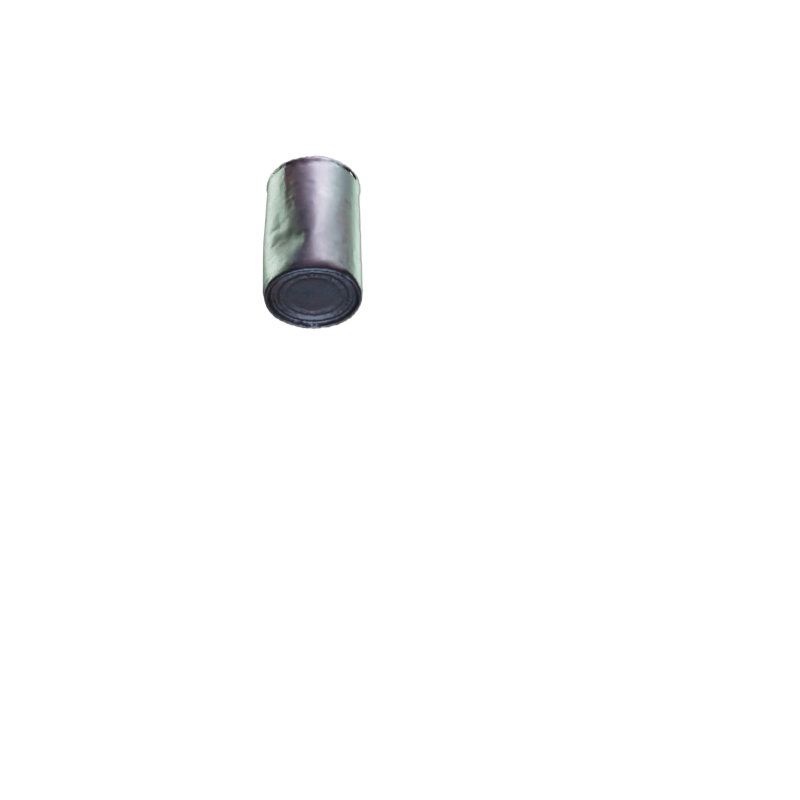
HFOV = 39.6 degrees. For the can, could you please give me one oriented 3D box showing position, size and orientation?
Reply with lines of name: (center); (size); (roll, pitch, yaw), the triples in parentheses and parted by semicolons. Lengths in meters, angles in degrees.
can: (-0.060, -0.109, 0.764); (0.068, 0.110, 0.064); (-1, -38, -3)
